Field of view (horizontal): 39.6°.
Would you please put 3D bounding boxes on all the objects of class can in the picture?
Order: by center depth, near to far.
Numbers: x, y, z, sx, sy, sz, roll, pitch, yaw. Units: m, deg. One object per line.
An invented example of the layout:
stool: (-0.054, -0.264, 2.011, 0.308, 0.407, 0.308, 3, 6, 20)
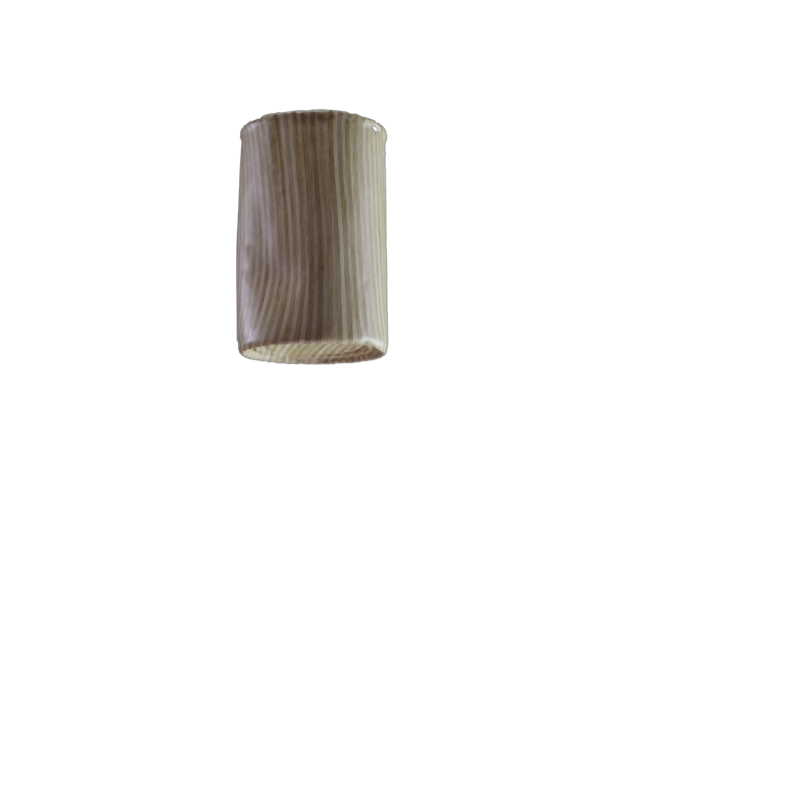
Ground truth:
can: (-0.039, -0.071, 0.497, 0.068, 0.106, 0.067, 0, -12, -2)
